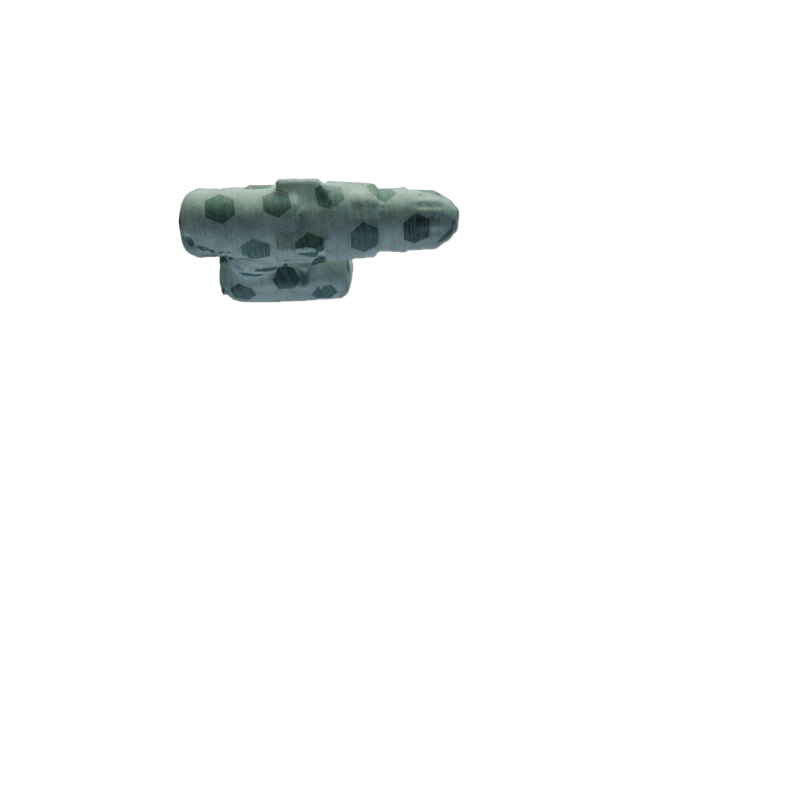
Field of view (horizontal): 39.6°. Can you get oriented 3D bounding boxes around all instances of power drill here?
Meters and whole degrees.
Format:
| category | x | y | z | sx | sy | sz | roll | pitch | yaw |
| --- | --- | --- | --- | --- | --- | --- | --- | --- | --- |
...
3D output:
| category | x | y | z | sx | sy | sz | roll | pitch | yaw |
| --- | --- | --- | --- | --- | --- | --- | --- | --- | --- |
| power drill | -0.062 | -0.114 | 0.797 | 0.183 | 0.059 | 0.184 | 1 | -7 | -6 |
